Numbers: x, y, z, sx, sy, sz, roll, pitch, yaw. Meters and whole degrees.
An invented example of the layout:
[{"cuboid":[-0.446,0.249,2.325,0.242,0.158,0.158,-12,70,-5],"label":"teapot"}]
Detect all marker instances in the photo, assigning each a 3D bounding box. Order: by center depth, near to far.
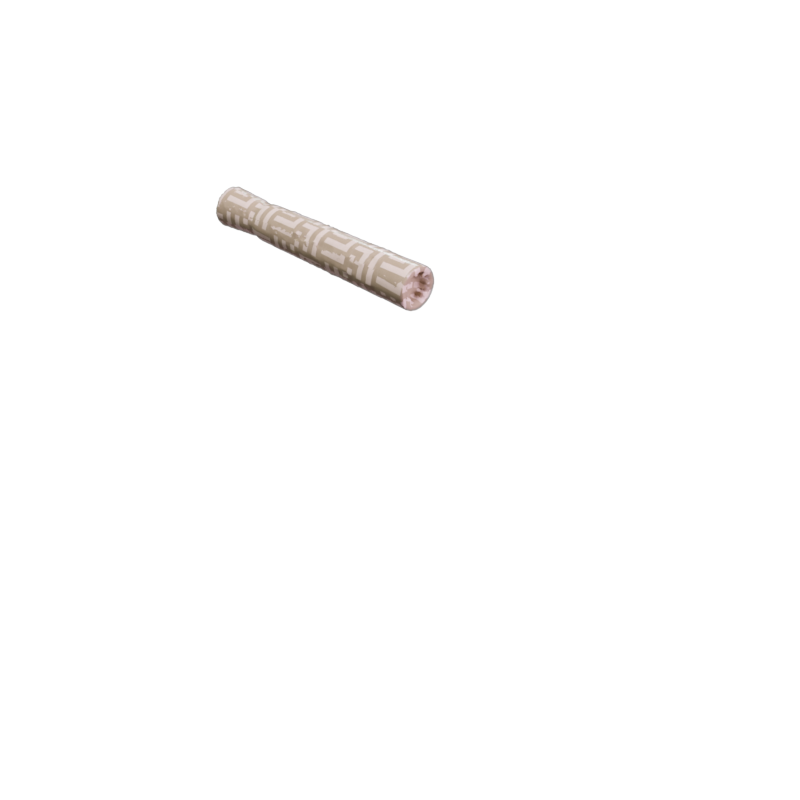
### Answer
[{"cuboid":[-0.037,-0.067,0.466,0.019,0.019,0.129,-4,24,-46],"label":"marker"}]
